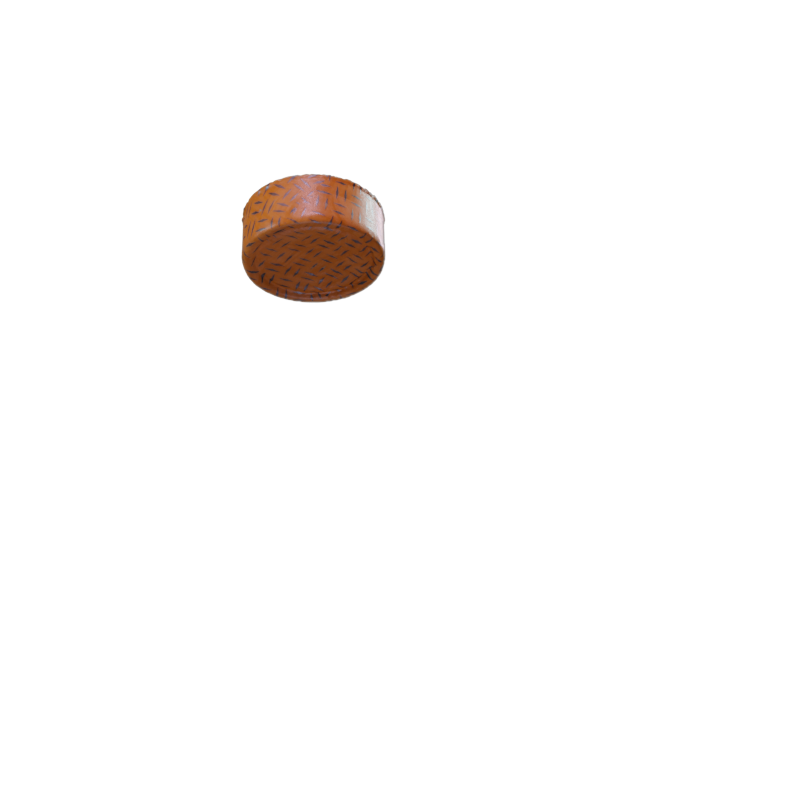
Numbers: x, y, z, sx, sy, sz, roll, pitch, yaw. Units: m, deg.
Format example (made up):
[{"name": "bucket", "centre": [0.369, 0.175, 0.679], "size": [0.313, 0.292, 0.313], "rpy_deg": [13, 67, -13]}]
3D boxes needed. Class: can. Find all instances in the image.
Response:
[{"name": "can", "centre": [-0.051, -0.094, 0.657], "size": [0.086, 0.036, 0.080], "rpy_deg": [1, -32, -2]}]
